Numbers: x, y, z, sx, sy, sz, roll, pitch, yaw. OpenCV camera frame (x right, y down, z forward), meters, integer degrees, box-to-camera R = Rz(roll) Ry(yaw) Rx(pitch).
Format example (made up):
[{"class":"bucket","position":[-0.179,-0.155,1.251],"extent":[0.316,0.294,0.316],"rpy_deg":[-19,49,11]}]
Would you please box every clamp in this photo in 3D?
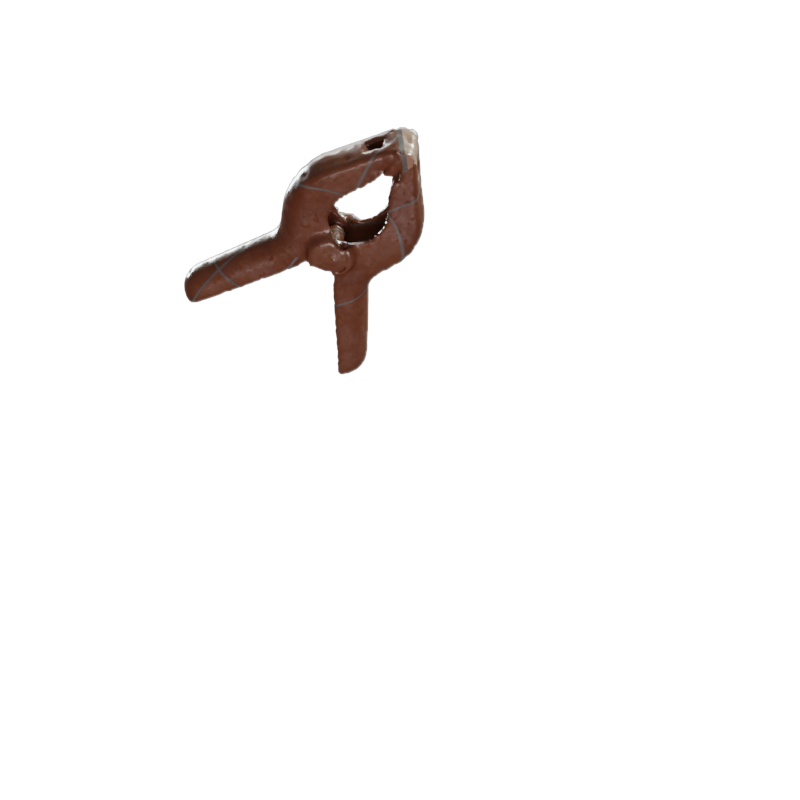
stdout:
[{"class":"clamp","position":[-0.050,-0.091,0.635],"extent":[0.117,0.164,0.042],"rpy_deg":[17,38,-15]}]
